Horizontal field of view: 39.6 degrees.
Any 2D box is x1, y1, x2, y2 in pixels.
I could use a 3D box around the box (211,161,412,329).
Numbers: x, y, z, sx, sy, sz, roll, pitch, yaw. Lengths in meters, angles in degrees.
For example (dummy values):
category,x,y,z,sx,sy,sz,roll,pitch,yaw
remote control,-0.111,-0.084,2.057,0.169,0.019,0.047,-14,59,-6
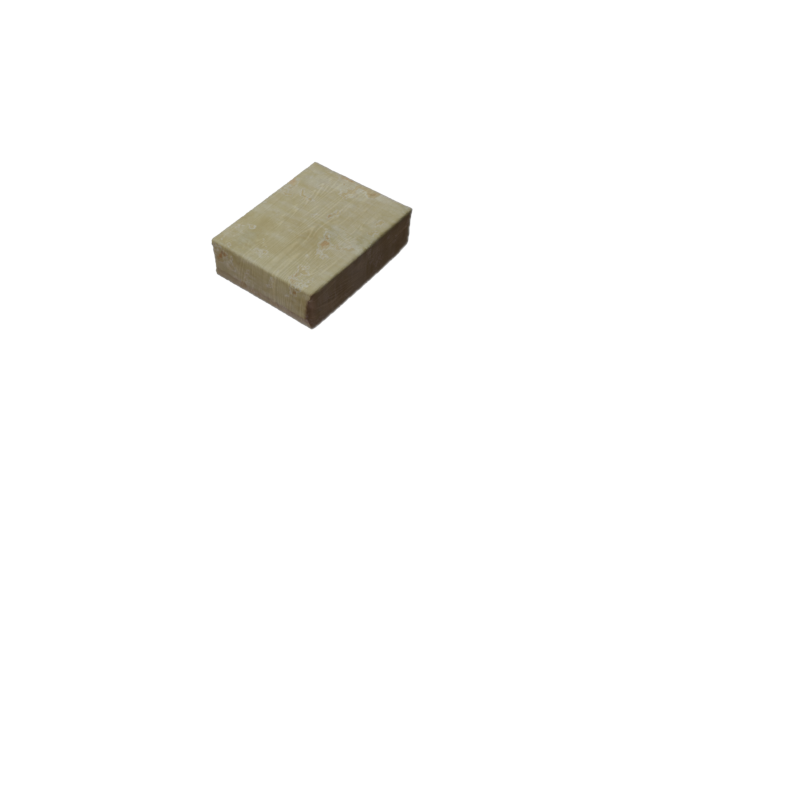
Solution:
category,x,y,z,sx,sy,sz,roll,pitch,yaw
box,-0.060,-0.109,0.767,0.095,0.036,0.115,29,51,26
